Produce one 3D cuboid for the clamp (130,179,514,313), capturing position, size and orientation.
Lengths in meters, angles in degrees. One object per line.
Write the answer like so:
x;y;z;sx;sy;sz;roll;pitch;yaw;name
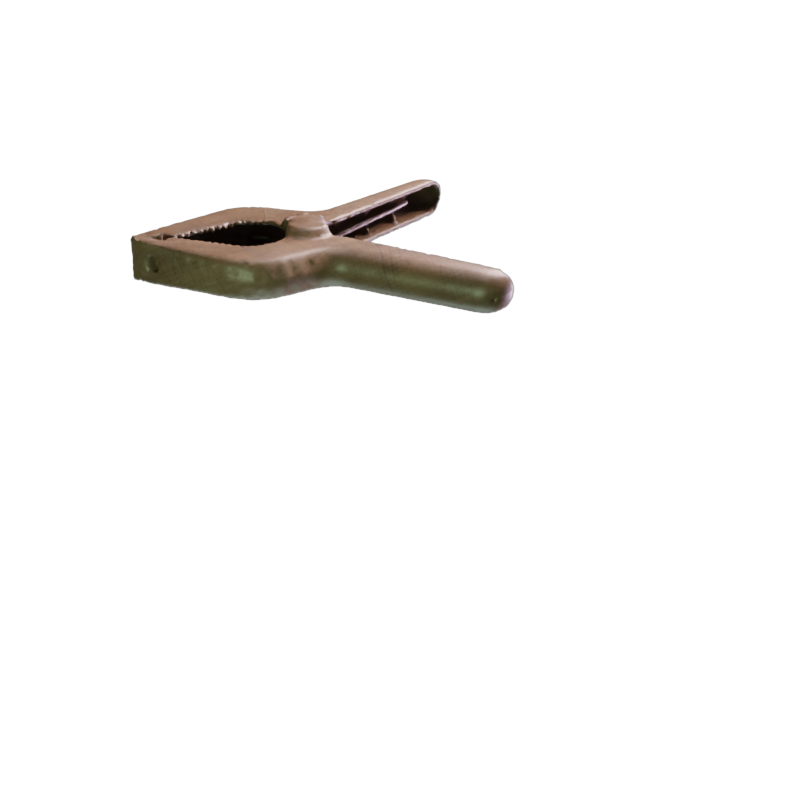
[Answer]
-0.052;-0.094;0.660;0.209;0.034;0.174;-2;28;-3;clamp
